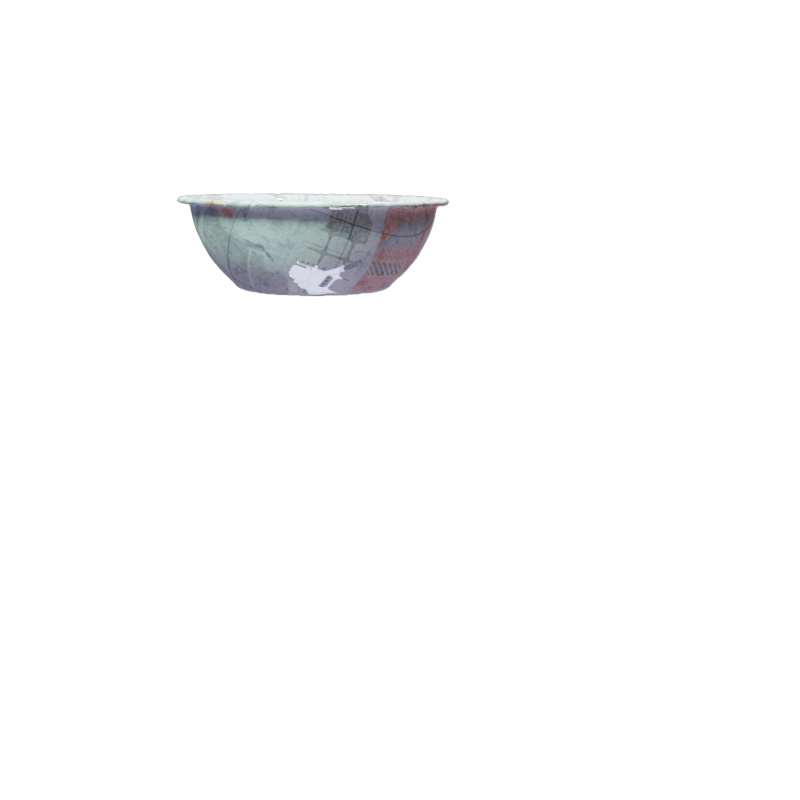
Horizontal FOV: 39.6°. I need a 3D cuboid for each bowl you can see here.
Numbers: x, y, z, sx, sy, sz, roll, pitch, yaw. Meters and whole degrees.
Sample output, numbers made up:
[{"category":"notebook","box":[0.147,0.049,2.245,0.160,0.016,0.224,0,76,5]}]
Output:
[{"category":"bowl","box":[-0.052,-0.095,0.664,0.162,0.054,0.166,0,11,-2]}]
